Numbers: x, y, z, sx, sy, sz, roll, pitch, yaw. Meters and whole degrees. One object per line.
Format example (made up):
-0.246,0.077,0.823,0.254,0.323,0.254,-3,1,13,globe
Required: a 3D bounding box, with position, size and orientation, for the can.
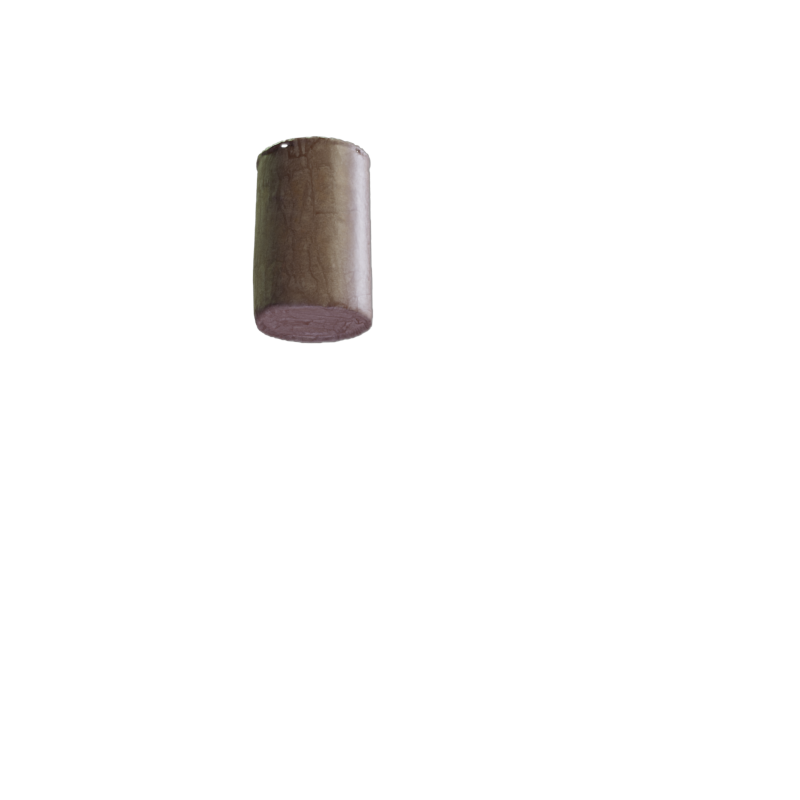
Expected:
-0.050,-0.091,0.636,0.068,0.107,0.065,0,-20,-2,can
